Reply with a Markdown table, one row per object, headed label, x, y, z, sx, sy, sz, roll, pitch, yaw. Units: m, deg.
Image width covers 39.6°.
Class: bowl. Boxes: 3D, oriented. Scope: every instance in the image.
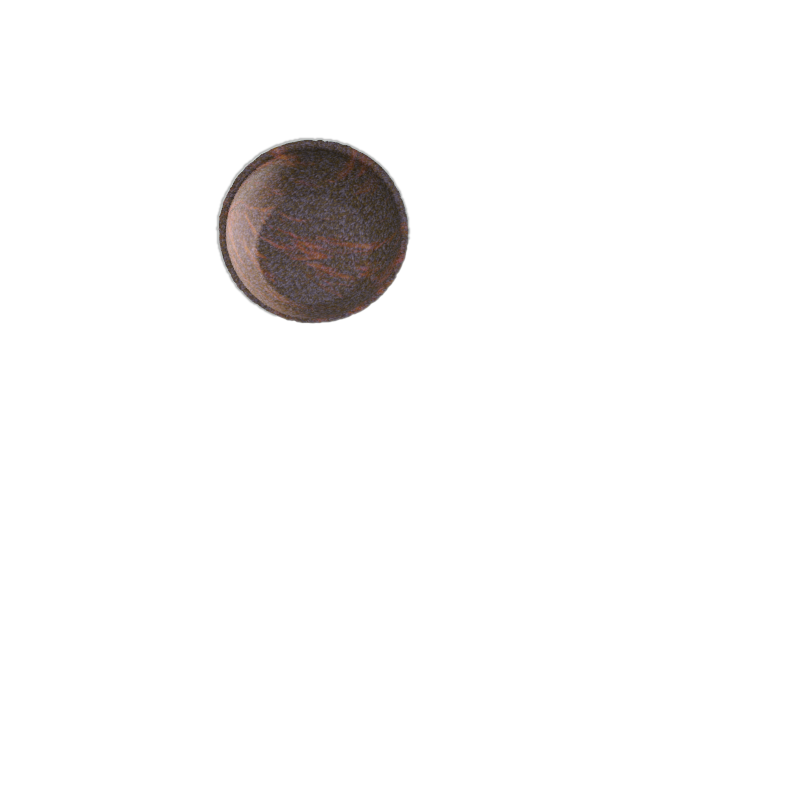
| label | x | y | z | sx | sy | sz | roll | pitch | yaw |
| --- | --- | --- | --- | --- | --- | --- | --- | --- | --- |
| bowl | -0.071 | -0.130 | 0.910 | 0.162 | 0.156 | 0.057 | 0 | 18 | -1 |
